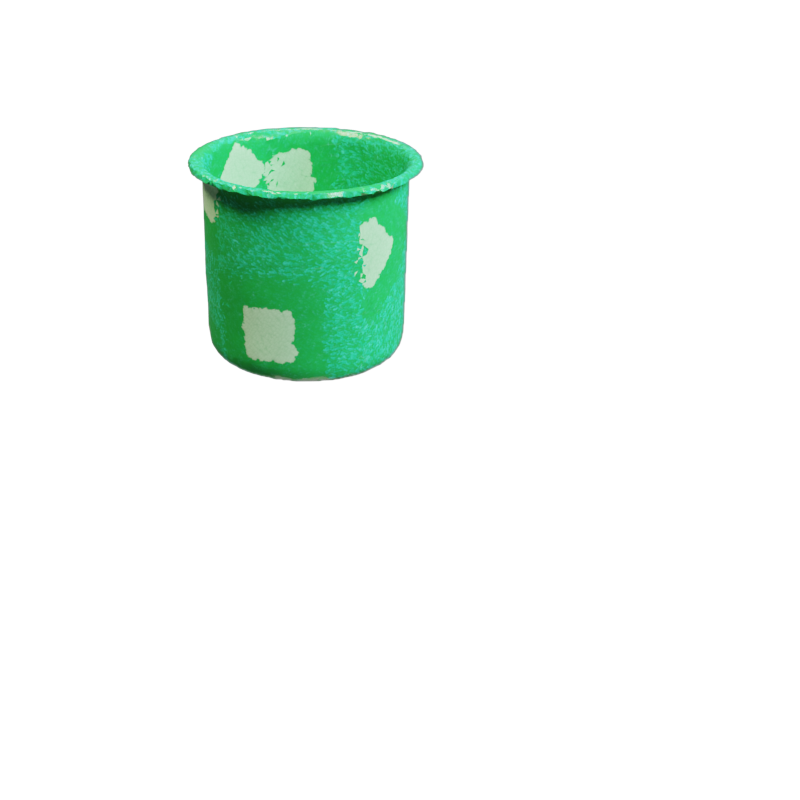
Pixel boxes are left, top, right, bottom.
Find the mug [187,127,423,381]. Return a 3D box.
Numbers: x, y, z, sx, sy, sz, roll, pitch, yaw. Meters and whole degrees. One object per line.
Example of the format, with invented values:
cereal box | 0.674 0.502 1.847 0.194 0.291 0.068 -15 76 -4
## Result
mug | -0.036 -0.066 0.463 0.095 0.077 0.121 6 27 10
